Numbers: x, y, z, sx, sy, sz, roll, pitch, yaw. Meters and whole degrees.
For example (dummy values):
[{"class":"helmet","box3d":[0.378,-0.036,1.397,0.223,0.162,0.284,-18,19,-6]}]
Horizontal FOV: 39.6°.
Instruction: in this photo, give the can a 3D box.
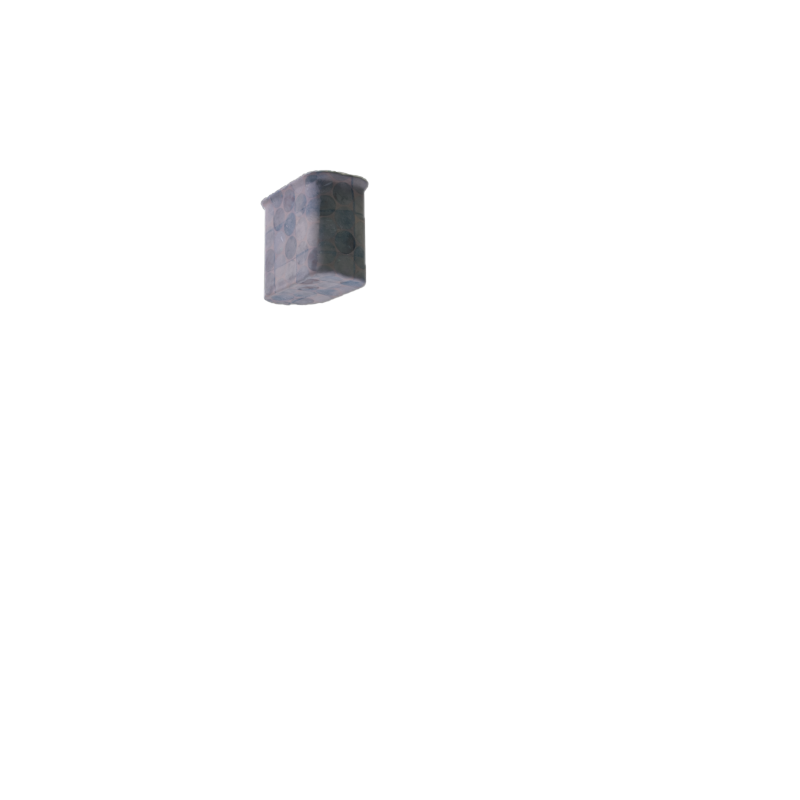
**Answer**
[{"class":"can","box3d":[-0.069,-0.125,0.879,0.055,0.087,0.103,9,-16,-33]}]
